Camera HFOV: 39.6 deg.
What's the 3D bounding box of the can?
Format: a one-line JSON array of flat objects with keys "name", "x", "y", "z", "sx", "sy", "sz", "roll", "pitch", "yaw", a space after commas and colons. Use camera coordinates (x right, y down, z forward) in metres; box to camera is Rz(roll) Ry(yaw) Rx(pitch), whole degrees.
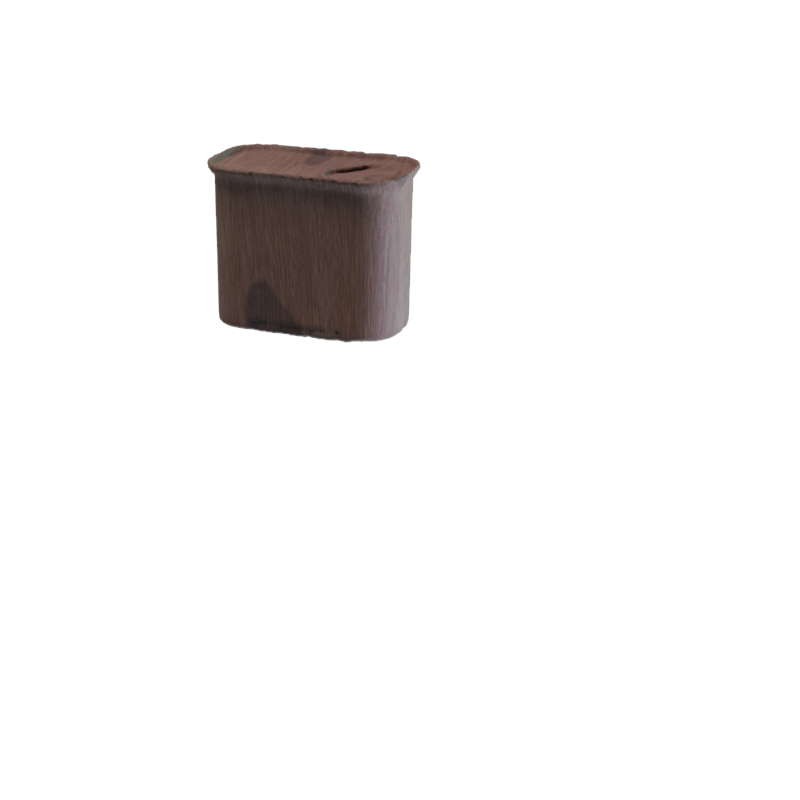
[{"name": "can", "x": -0.043, "y": -0.079, "z": 0.555, "sx": 0.105, "sy": 0.080, "sz": 0.058, "roll": 8, "pitch": 22, "yaw": 18}]
